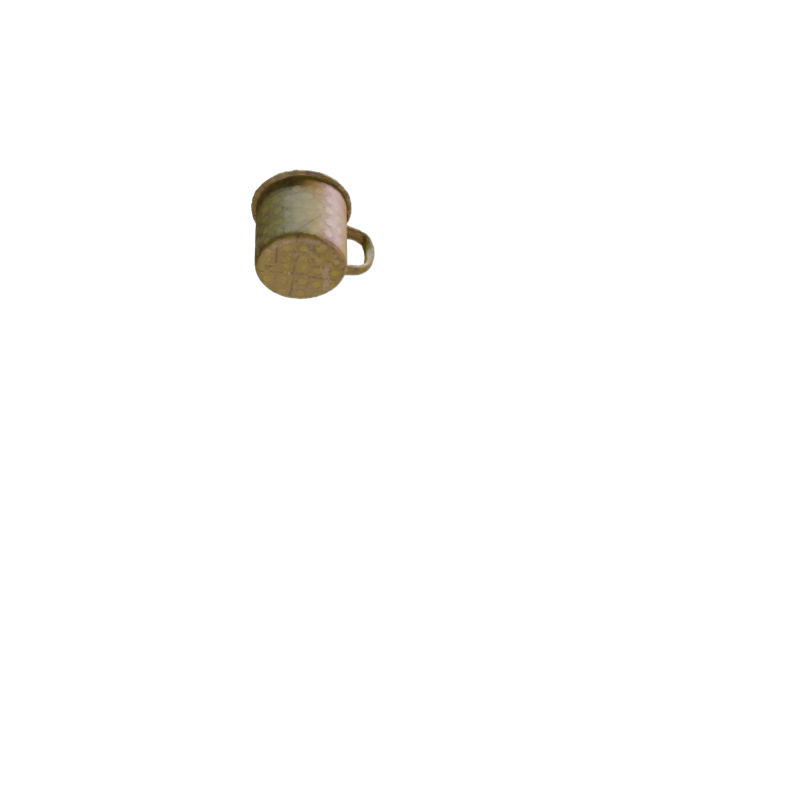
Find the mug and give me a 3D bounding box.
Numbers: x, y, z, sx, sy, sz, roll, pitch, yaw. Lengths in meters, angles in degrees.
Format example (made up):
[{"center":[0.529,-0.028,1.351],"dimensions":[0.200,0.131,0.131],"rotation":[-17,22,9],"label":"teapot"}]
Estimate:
[{"center":[-0.078,-0.142,0.995],"dimensions":[0.113,0.087,0.090],"rotation":[16,-45,-19],"label":"mug"}]
